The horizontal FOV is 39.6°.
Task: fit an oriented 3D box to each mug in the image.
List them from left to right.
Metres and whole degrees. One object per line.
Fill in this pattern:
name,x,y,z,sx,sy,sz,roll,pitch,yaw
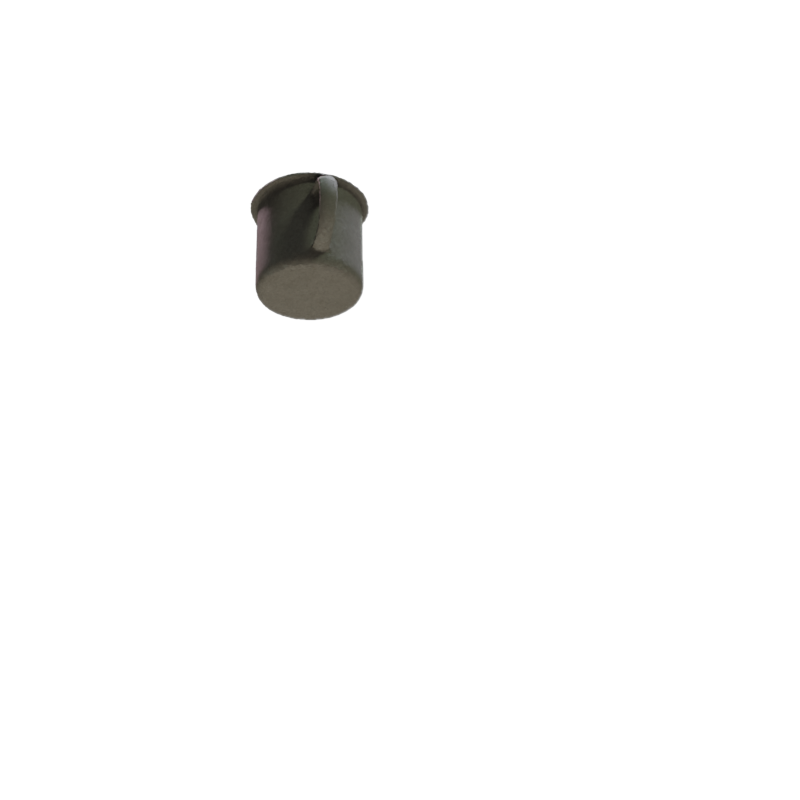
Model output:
mug,-0.066,-0.120,0.842,0.091,0.087,0.112,8,-32,-15
